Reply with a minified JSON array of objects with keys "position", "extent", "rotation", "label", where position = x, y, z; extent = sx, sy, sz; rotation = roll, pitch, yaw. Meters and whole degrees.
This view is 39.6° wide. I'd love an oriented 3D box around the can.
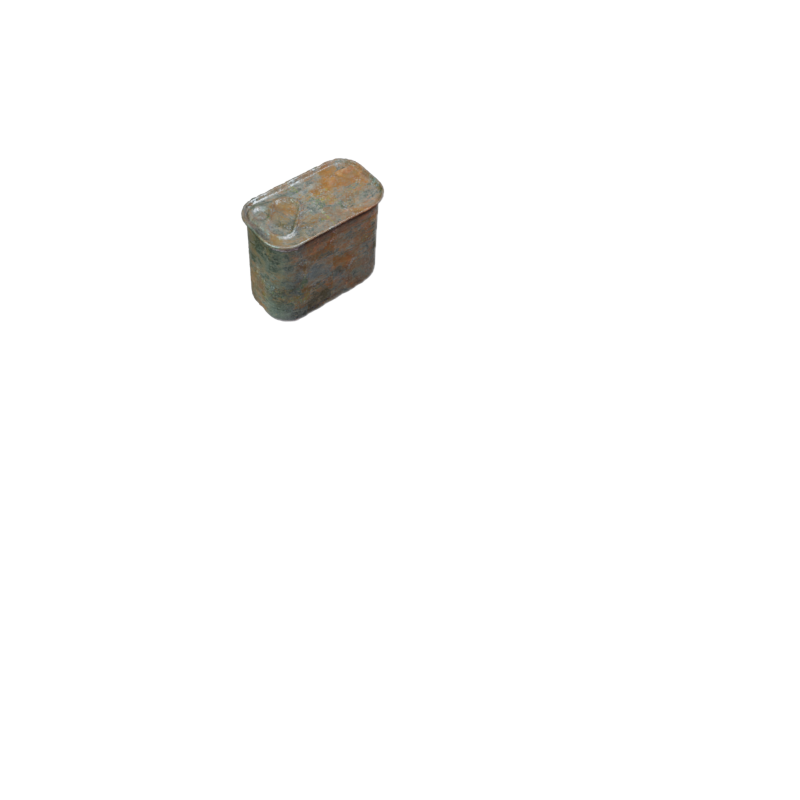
[{"position":[-0.064,-0.116,0.812],"extent":[0.102,0.078,0.062],"rotation":[-31,58,-25],"label":"can"}]
